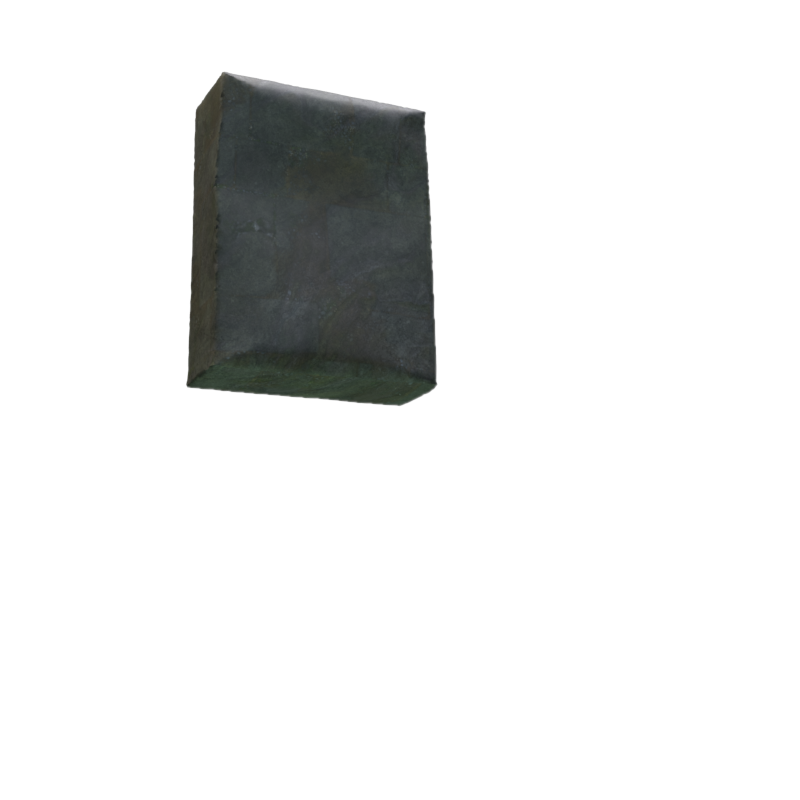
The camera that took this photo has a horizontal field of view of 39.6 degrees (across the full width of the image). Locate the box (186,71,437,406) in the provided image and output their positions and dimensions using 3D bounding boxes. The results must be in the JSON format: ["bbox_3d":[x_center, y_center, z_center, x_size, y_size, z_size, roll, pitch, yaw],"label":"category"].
[{"bbox_3d":[-0.061,-0.111,0.781,0.159,0.224,0.071,6,-21,-22],"label":"box"}]
